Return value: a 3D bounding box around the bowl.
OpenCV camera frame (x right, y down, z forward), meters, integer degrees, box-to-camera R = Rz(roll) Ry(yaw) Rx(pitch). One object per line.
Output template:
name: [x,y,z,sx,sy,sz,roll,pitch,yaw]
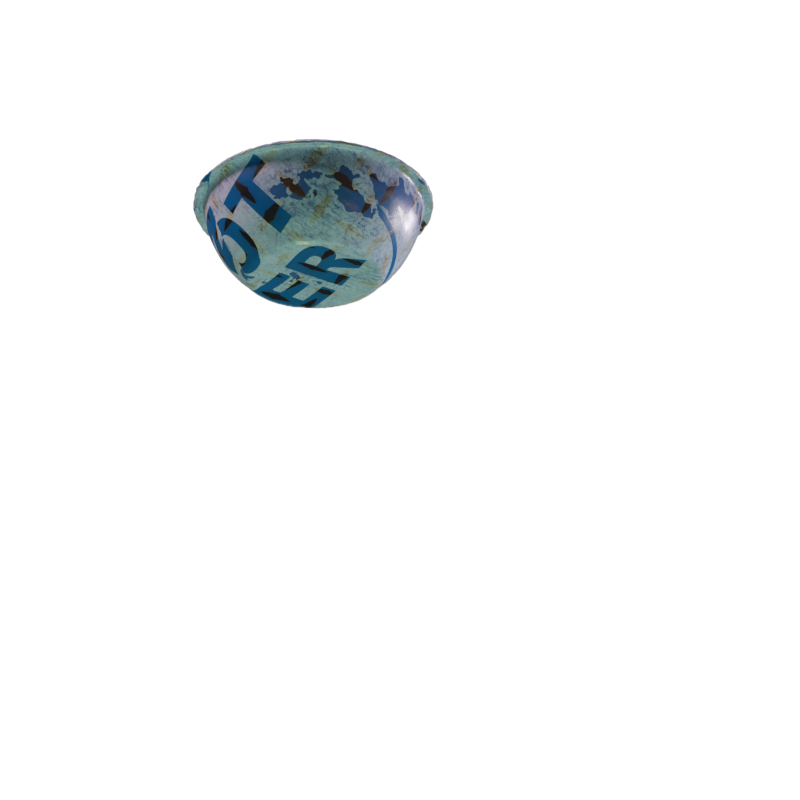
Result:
bowl: [-0.058,-0.105,0.736,0.162,0.058,0.153,1,-24,-2]
